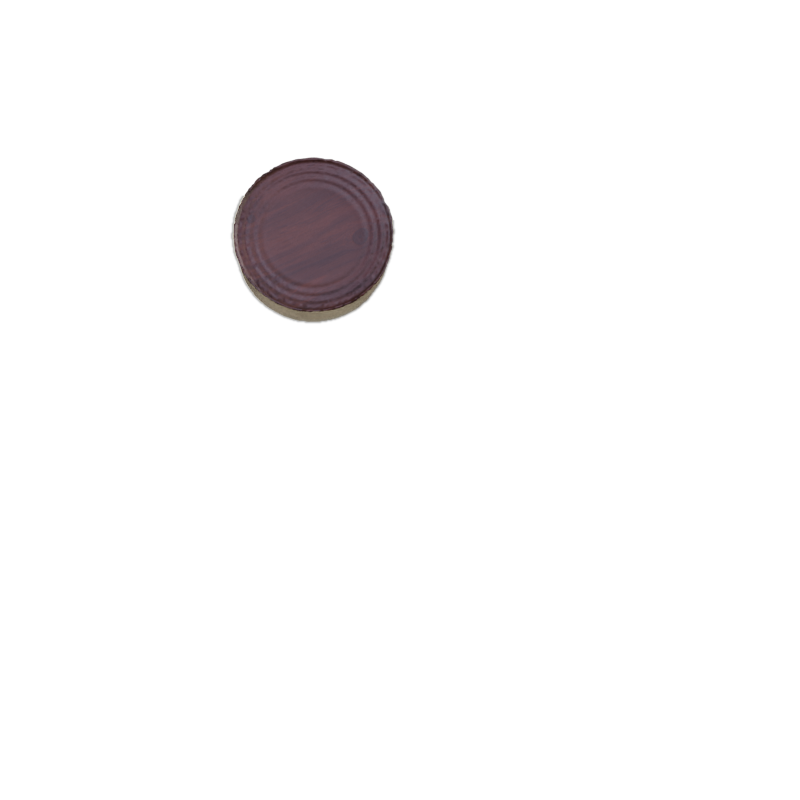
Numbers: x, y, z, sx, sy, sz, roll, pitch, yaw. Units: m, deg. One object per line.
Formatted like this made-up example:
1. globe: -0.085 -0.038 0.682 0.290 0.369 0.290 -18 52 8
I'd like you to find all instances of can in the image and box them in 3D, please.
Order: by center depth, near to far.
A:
1. can: -0.047 -0.086 0.603 0.086 0.089 0.032 0 -15 -1
